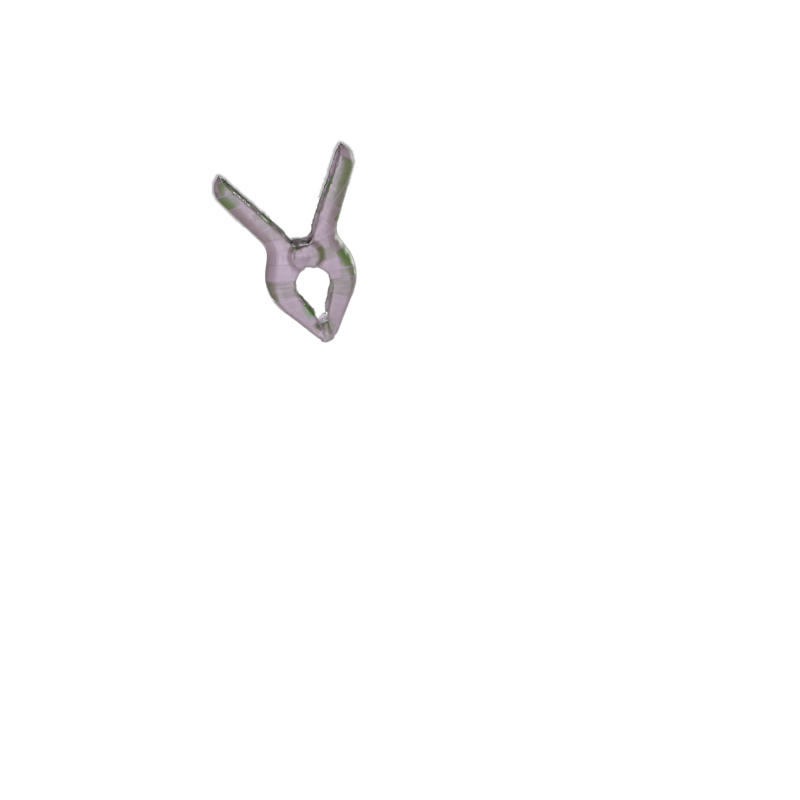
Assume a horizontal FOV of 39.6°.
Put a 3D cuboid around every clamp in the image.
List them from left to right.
[{"bbox_3d":[-0.074,-0.136,0.951,0.120,0.163,0.041,-21,20,8],"label":"clamp"}]
